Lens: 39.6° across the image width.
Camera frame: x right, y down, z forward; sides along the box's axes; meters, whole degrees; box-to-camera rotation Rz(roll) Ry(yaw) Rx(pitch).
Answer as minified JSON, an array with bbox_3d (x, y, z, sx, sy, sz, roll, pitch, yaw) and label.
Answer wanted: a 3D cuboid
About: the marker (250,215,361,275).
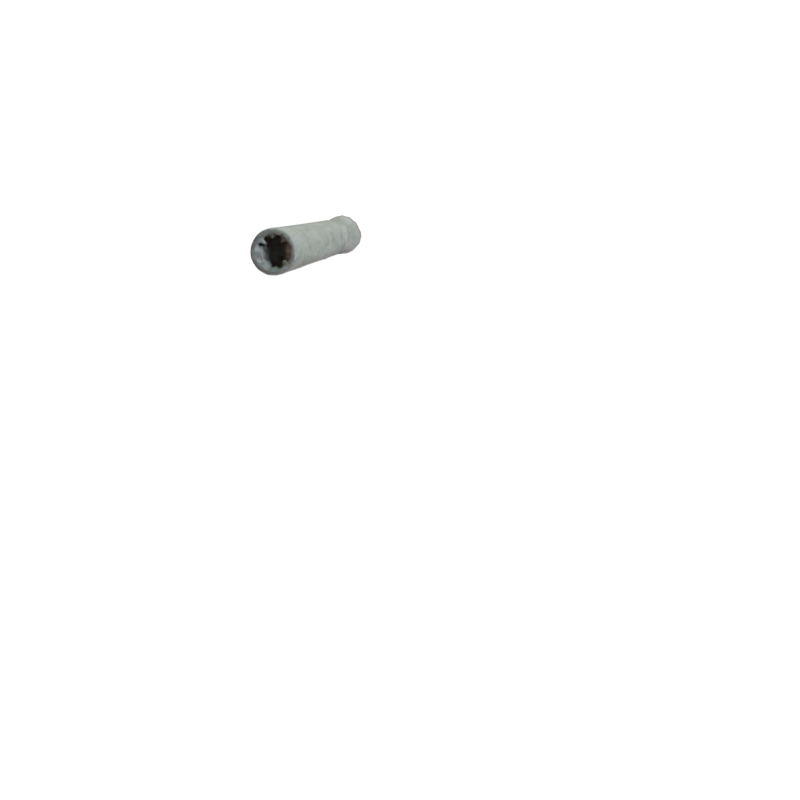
[{"bbox_3d":[-0.038,-0.070,0.489,0.020,0.019,0.121,1,12,11],"label":"marker"}]
